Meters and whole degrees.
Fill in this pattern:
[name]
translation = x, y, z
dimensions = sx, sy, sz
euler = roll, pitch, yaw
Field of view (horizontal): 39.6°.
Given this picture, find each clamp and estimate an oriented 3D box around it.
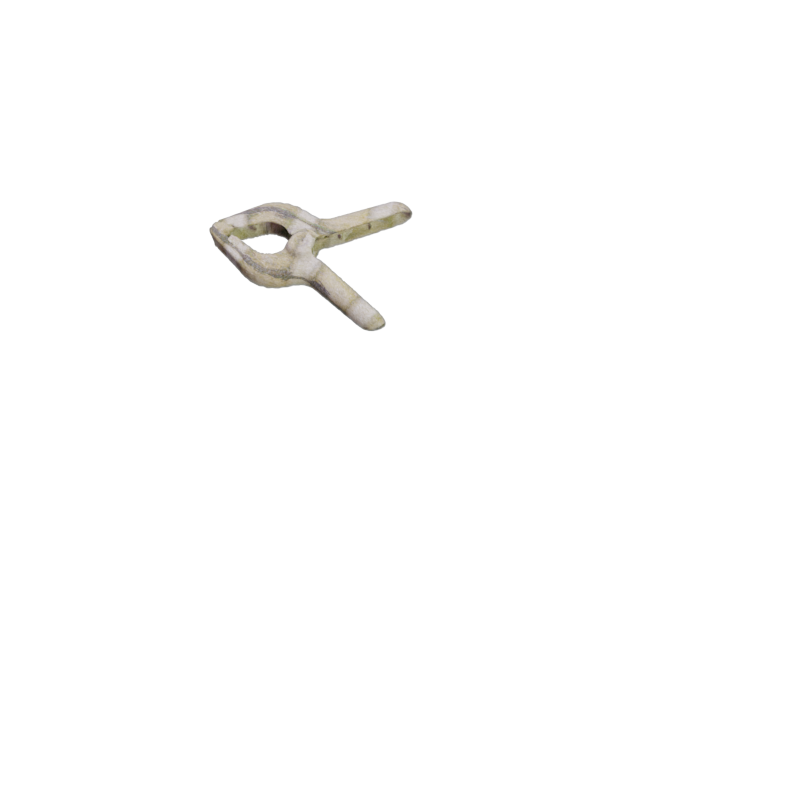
[clamp]
translation = -0.074, -0.136, 0.950
dimensions = 0.176, 0.125, 0.037
euler = 20, -29, 11
